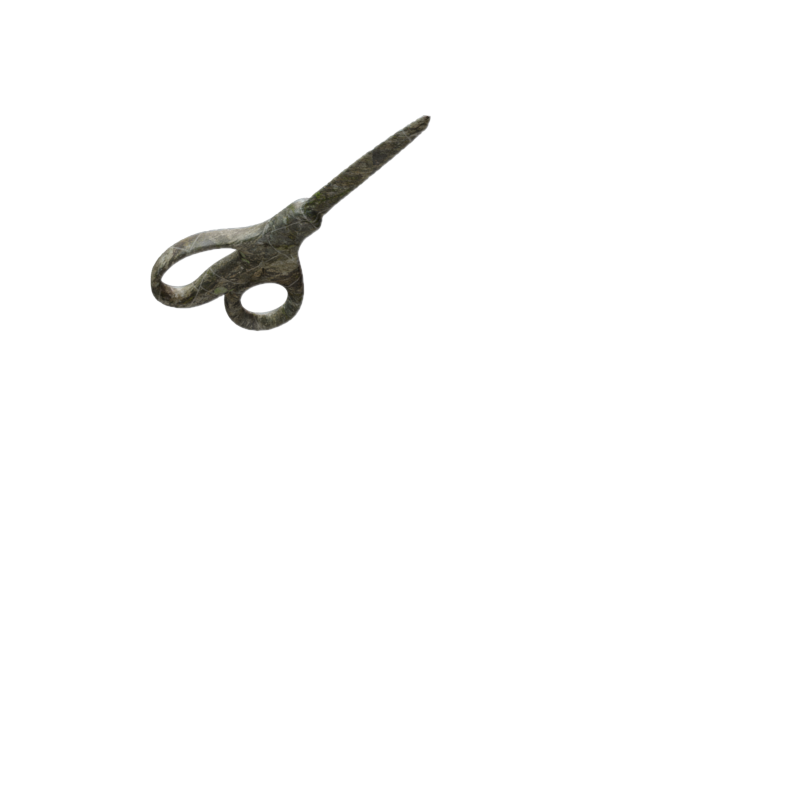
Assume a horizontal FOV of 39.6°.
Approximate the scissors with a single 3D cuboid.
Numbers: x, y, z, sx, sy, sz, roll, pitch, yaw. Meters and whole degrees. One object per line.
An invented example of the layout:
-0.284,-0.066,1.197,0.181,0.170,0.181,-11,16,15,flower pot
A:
-0.047,-0.087,0.606,0.203,0.017,0.089,-20,-38,27,scissors
